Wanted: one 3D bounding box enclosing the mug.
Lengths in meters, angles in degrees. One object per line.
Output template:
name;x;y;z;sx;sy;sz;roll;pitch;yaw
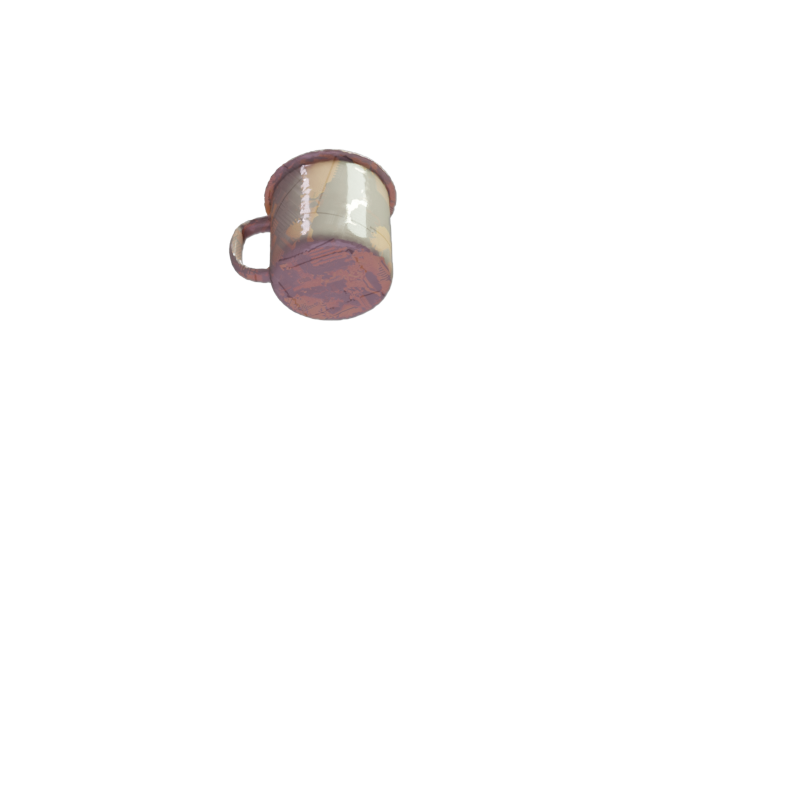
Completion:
mug;-0.059;-0.107;0.750;0.118;0.087;0.086;-6;-41;5
